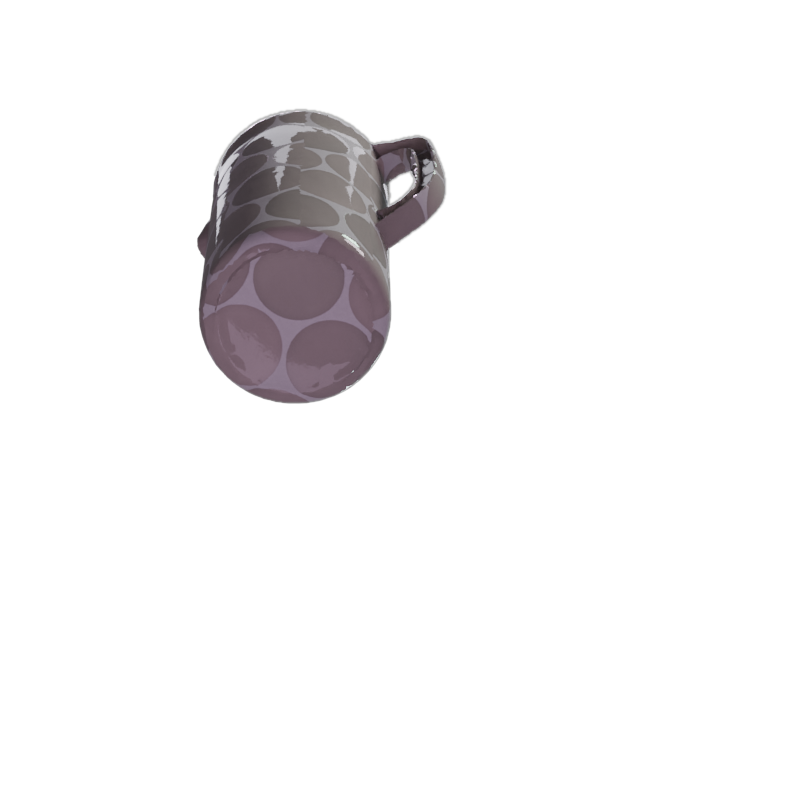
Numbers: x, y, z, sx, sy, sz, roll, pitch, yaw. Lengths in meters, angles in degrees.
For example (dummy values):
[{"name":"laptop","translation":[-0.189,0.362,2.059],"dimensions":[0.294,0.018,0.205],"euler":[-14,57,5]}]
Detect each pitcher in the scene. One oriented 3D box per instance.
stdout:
[{"name":"pitcher","translation":[-0.056,-0.103,0.720],"dimensions":[0.142,0.144,0.256],"euler":[19,22,-12]}]
